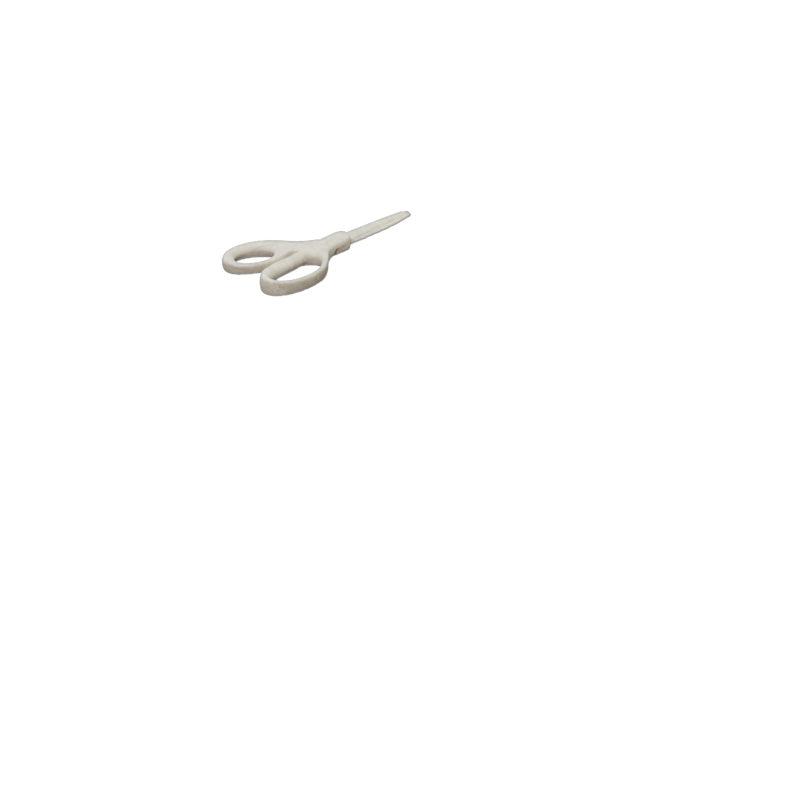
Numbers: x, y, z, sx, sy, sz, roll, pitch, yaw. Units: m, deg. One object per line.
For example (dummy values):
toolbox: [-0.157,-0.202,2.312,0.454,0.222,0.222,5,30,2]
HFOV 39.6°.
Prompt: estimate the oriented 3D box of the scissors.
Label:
scissors: [-0.072,-0.132,0.926,0.100,0.015,0.205,11,30,20]
